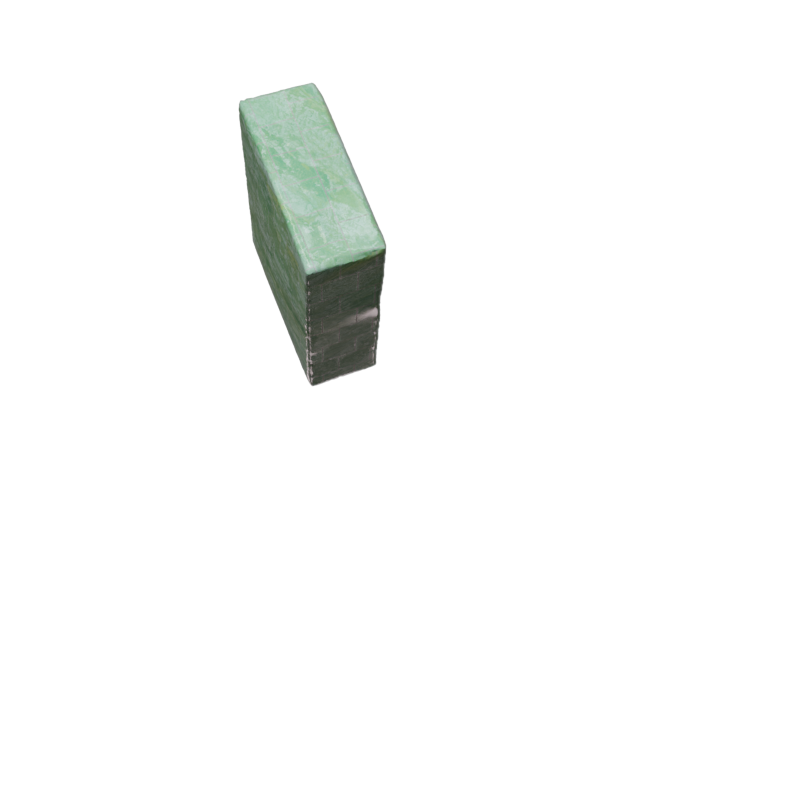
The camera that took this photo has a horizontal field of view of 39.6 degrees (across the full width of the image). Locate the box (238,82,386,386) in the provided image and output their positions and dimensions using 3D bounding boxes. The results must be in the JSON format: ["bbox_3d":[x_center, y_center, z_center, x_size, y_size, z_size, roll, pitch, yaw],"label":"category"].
[{"bbox_3d":[-0.072,-0.131,0.915,0.071,0.175,0.202,-18,-23,-11],"label":"box"}]
